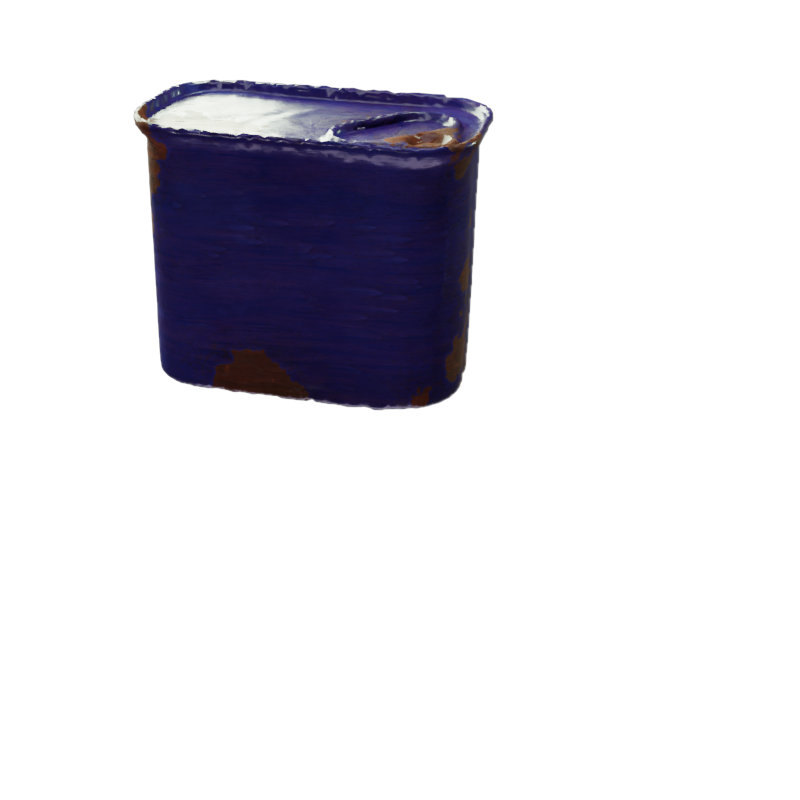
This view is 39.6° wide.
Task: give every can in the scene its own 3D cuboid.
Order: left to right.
[{"bbox_3d":[-0.026,-0.048,0.338,0.104,0.080,0.059,7,26,13],"label":"can"}]
